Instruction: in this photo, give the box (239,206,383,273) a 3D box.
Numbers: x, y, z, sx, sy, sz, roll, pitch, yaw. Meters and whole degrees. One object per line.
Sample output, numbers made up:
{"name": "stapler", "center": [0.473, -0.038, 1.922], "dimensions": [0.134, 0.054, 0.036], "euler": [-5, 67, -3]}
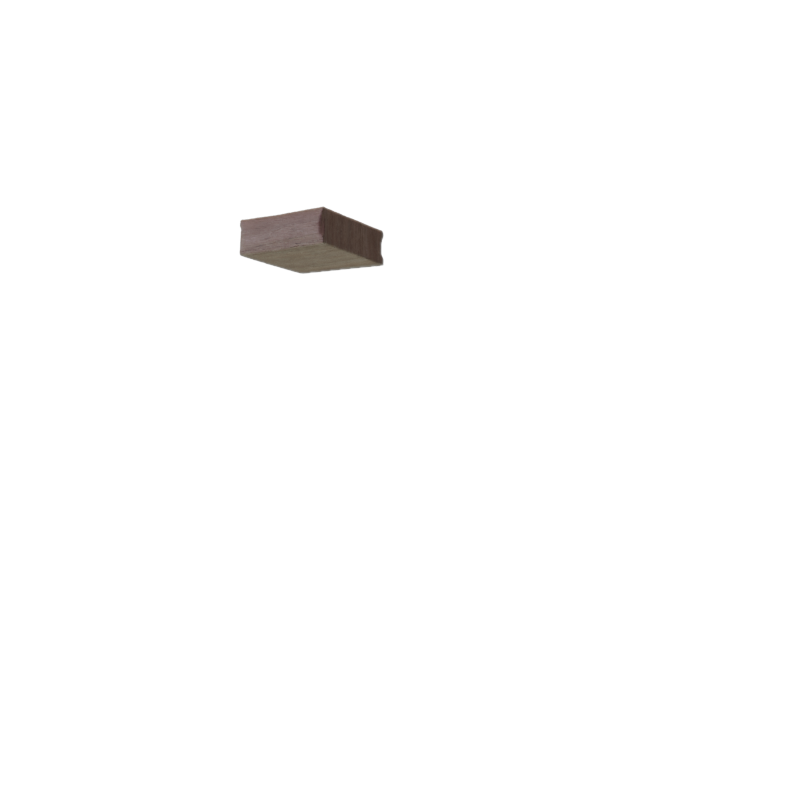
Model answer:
{"name": "box", "center": [-0.064, -0.117, 0.822], "dimensions": [0.075, 0.031, 0.085], "euler": [-3, -6, 30]}
